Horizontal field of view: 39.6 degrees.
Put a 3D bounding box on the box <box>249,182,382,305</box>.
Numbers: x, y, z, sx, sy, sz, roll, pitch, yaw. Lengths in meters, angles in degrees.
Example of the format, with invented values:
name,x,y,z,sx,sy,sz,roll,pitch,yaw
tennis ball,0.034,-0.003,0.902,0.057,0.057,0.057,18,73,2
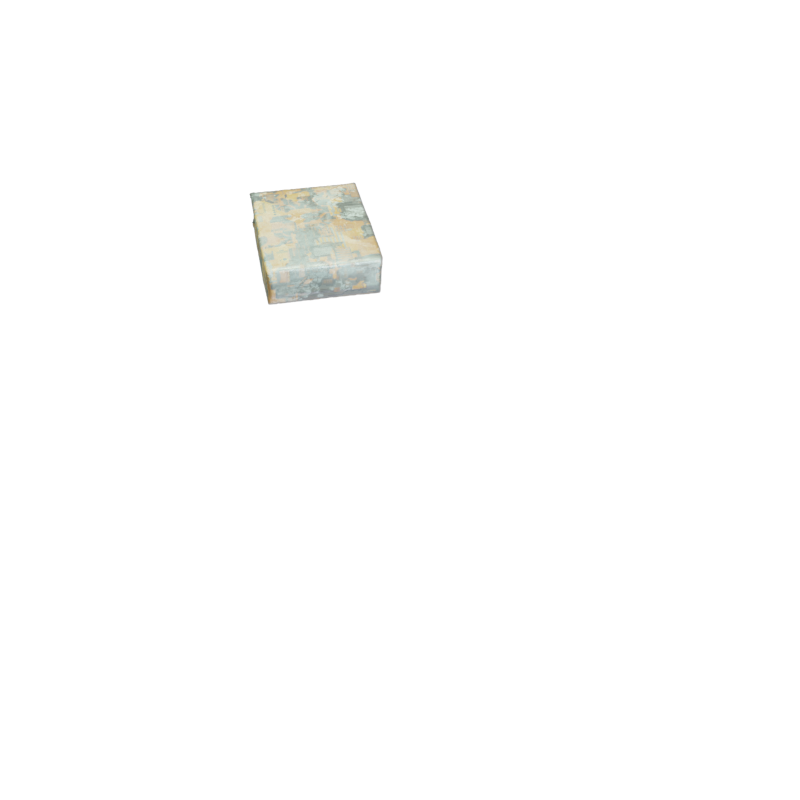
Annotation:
name,x,y,z,sx,sy,sz,roll,pitch,yaw
box,-0.069,-0.126,0.883,0.089,0.036,0.122,-7,39,-9
